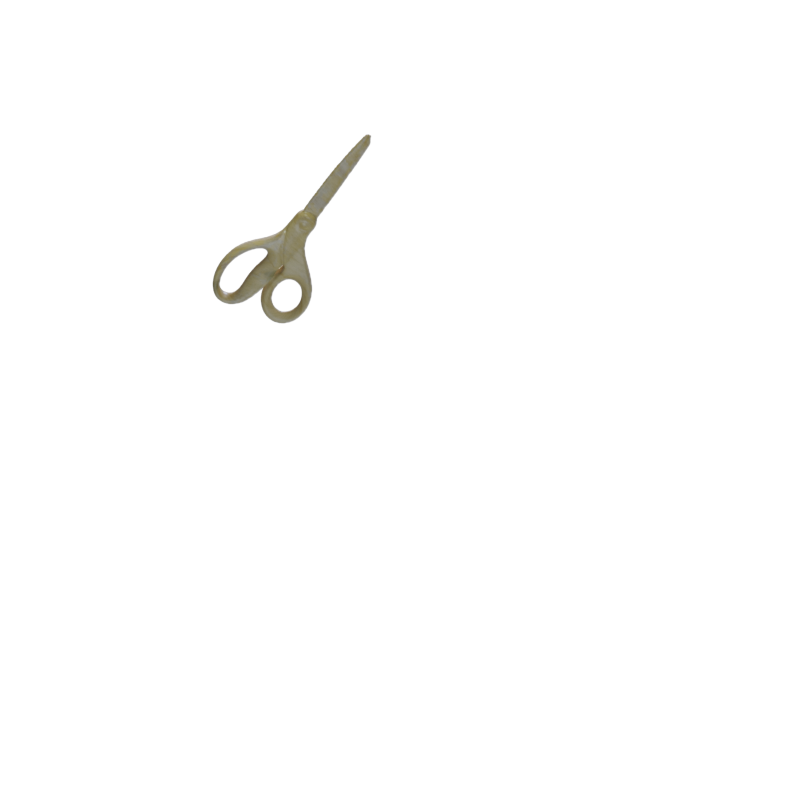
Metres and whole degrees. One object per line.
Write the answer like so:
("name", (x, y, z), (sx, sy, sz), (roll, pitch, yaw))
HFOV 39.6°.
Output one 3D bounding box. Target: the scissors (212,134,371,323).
("scissors", (-0.076, -0.138, 0.965), (0.200, 0.091, 0.017), (-35, 25, 18))
